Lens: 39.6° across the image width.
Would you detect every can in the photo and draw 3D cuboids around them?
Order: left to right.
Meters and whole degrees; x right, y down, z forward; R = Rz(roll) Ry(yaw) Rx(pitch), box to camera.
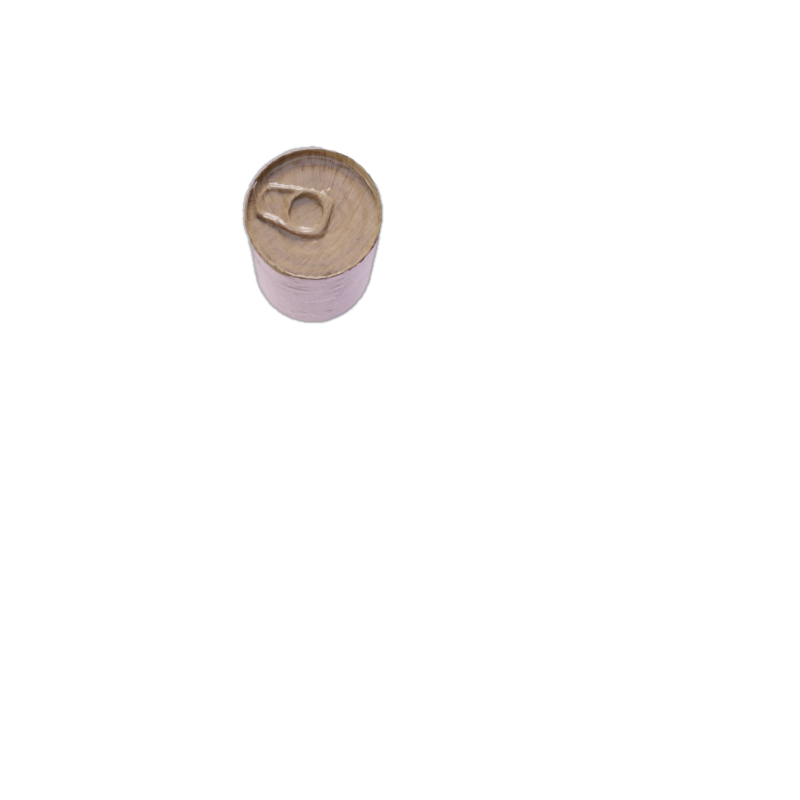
[{"bbox_3d":[-0.046,-0.084,0.588,0.068,0.071,0.099,0,-11,-3],"label":"can"}]
